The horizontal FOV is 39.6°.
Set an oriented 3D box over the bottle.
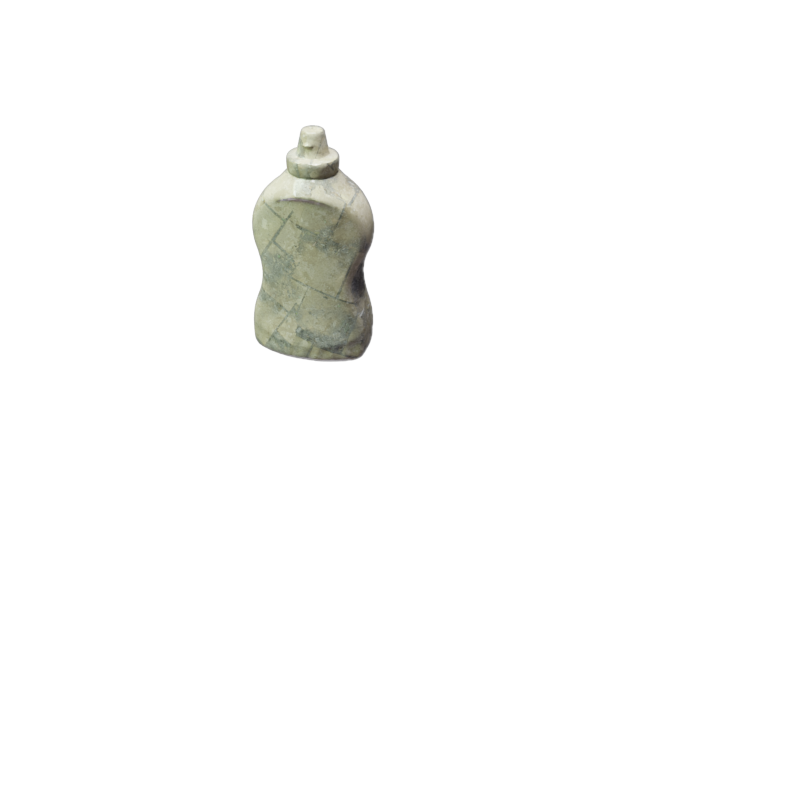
[{"bbox_3d":[-0.069,-0.126,0.882,0.099,0.181,0.060,10,29,15],"label":"bottle"}]
